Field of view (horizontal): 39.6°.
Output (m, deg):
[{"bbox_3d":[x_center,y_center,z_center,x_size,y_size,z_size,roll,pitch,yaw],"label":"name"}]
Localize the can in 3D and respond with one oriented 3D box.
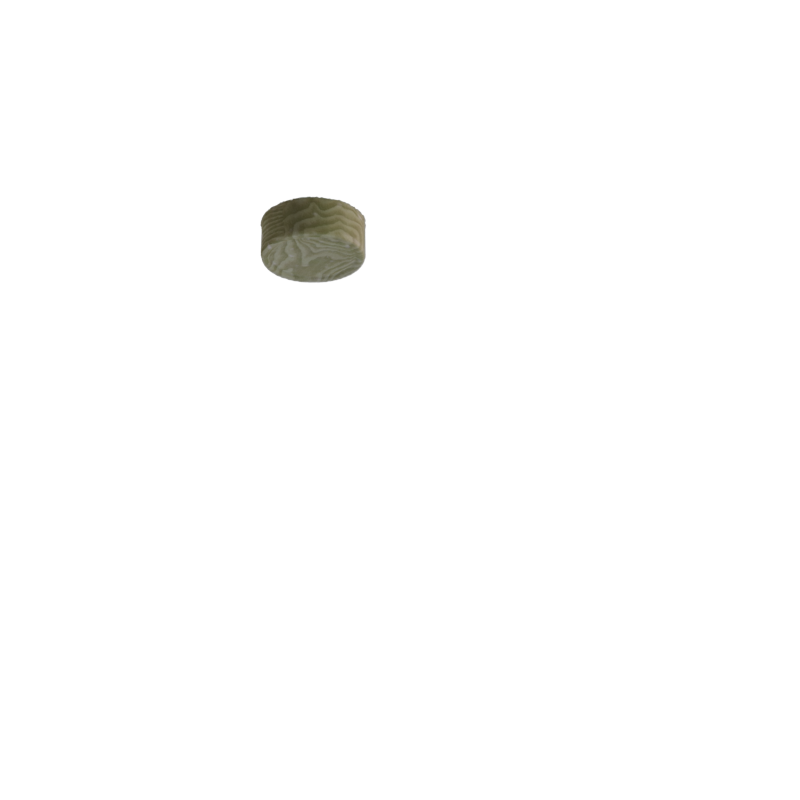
[{"bbox_3d":[-0.070,-0.128,0.894,0.086,0.036,0.081,1,-24,-2],"label":"can"}]
